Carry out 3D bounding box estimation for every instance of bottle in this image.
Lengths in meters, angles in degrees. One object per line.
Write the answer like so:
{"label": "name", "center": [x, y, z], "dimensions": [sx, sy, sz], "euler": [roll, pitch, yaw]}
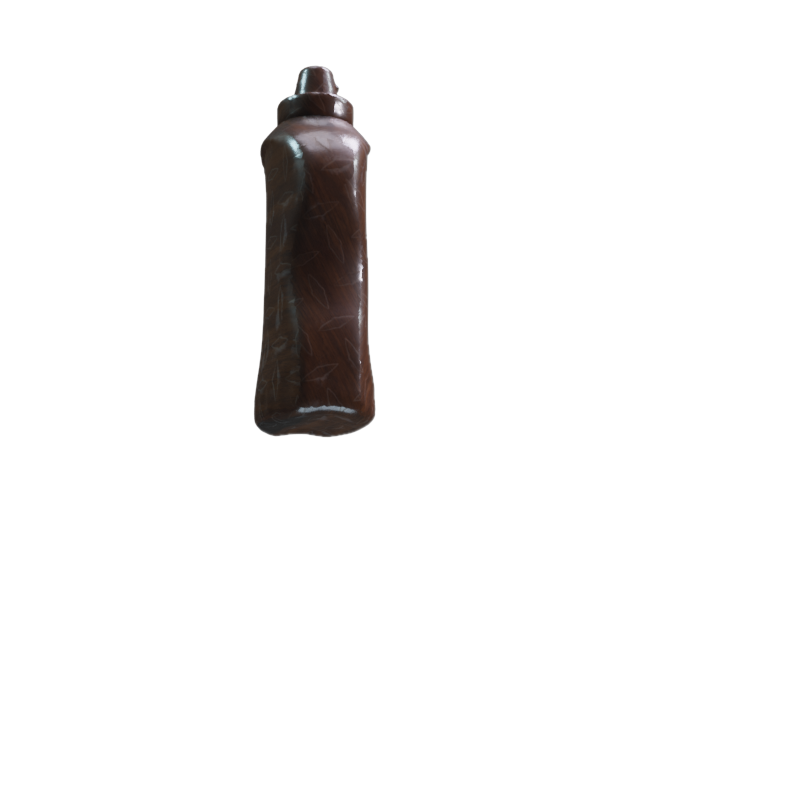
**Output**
{"label": "bottle", "center": [-0.044, -0.081, 0.571], "dimensions": [0.058, 0.199, 0.094], "euler": [2, -15, -11]}
